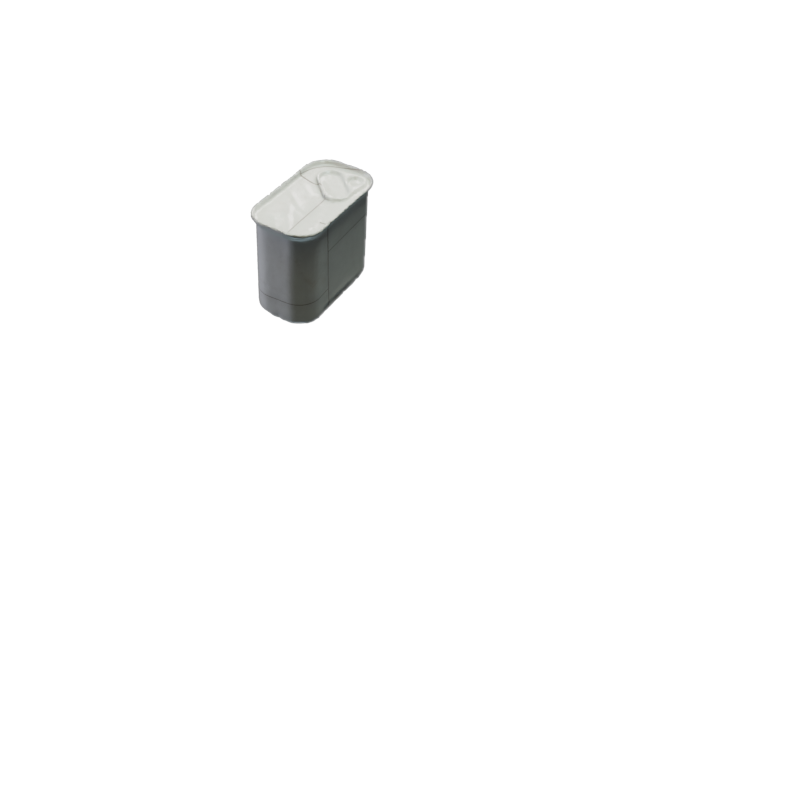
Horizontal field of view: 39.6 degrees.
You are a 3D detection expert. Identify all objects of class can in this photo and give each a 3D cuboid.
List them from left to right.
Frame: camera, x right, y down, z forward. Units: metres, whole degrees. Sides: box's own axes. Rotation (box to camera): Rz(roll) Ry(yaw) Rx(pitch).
[{"bbox_3d":[-0.065,-0.119,0.831,0.060,0.078,0.104,21,44,22],"label":"can"}]
